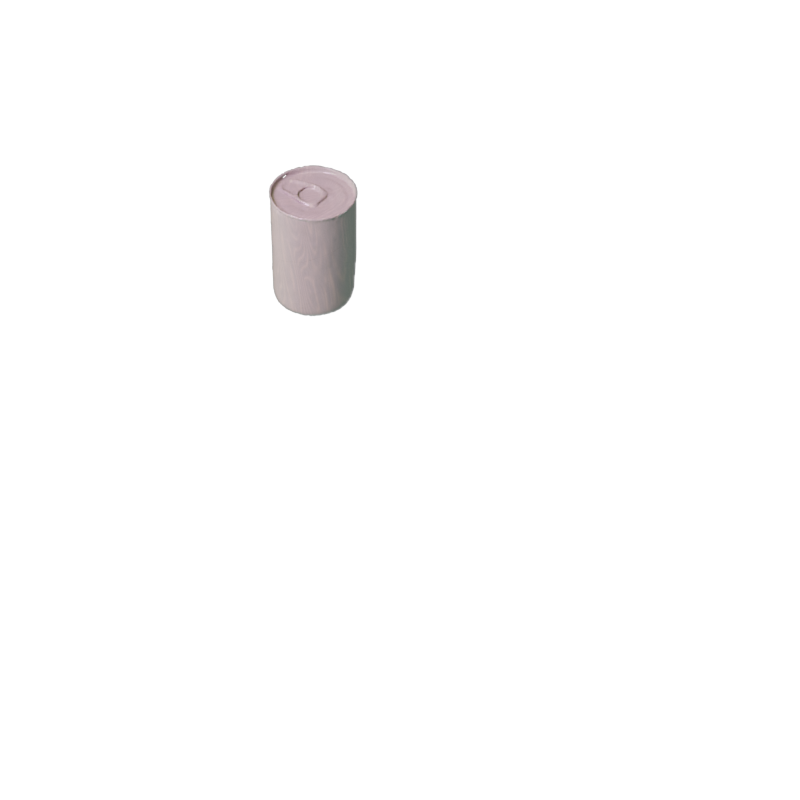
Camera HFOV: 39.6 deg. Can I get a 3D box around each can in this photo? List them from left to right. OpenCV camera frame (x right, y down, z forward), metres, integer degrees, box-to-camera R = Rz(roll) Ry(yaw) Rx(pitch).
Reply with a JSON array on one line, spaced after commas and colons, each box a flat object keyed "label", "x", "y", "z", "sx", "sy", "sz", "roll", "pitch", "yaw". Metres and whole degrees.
[{"label": "can", "x": -0.069, "y": -0.126, "z": 0.880, "sx": 0.068, "sy": 0.095, "sz": 0.074, "roll": 0, "pitch": 44, "yaw": -3}]
